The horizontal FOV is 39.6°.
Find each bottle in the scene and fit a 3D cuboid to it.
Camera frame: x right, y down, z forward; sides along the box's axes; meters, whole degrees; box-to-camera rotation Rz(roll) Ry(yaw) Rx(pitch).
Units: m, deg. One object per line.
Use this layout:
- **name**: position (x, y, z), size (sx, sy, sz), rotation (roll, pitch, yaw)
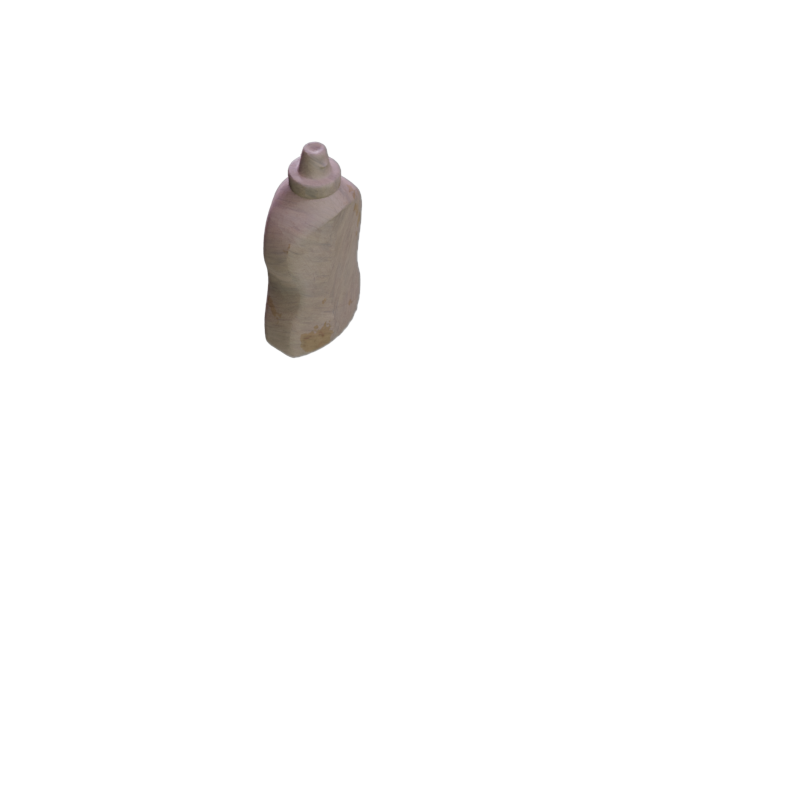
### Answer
- **bottle**: position (-0.070, -0.128, 0.895), size (0.062, 0.179, 0.097), rotation (32, 52, 24)
